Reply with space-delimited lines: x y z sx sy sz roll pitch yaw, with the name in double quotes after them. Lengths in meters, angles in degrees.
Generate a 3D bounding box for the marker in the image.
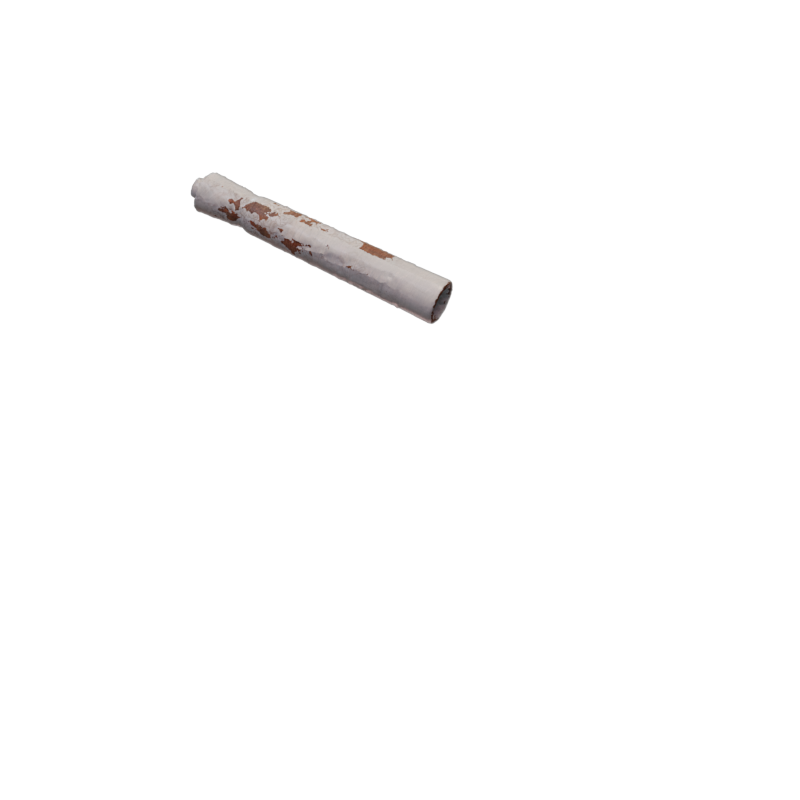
-0.036 -0.065 0.457 0.127 0.019 0.019 28 14 21 "marker"
